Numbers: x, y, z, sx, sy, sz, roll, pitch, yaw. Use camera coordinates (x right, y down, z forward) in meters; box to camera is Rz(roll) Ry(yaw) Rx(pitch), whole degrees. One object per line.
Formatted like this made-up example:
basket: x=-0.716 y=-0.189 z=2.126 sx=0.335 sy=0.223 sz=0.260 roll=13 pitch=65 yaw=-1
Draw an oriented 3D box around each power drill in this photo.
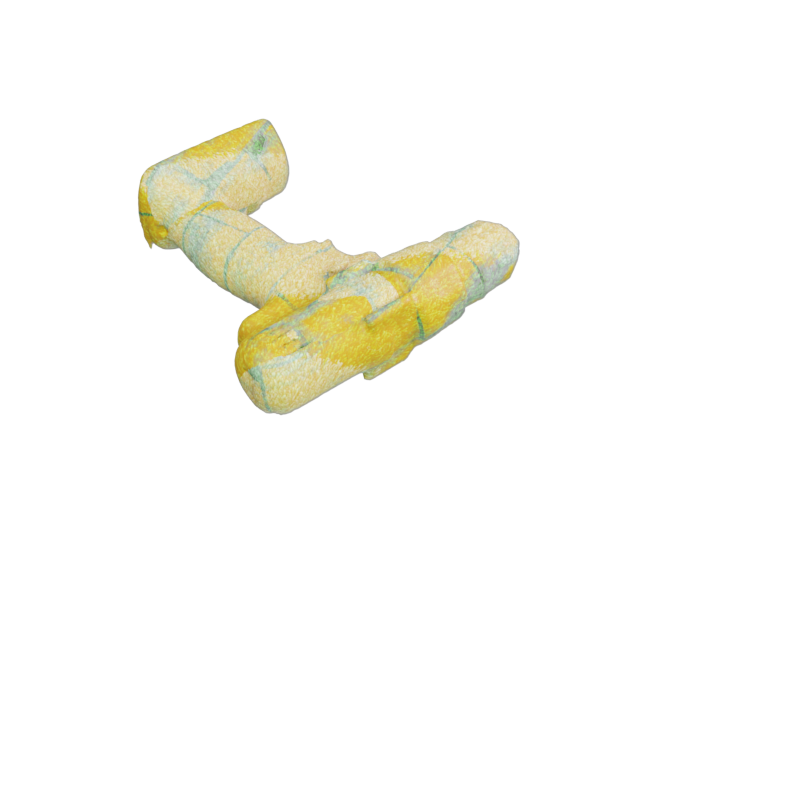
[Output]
power drill: x=-0.050 y=-0.092 z=0.644 sx=0.184 sy=0.053 sz=0.202 roll=-29 pitch=51 yaw=-27
